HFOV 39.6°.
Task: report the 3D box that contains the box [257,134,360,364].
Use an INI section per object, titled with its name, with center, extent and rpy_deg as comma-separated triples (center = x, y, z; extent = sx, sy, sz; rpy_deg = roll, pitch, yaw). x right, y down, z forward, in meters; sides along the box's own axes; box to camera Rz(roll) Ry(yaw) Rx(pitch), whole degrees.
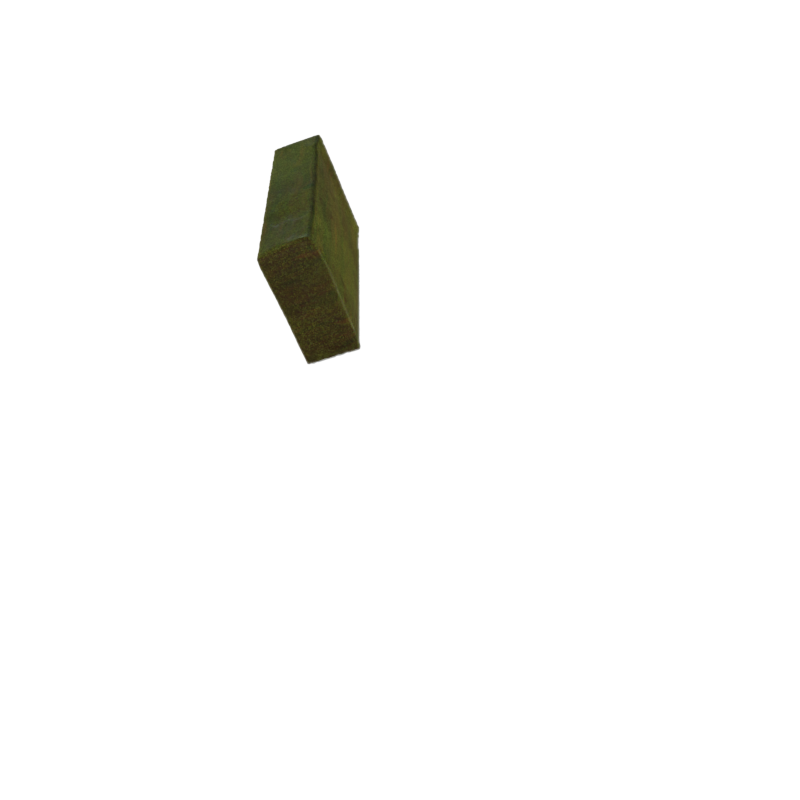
[box]
center = -0.064, -0.115, 0.809
extent = 0.048, 0.087, 0.188
rpy_deg = -19, 31, 8
